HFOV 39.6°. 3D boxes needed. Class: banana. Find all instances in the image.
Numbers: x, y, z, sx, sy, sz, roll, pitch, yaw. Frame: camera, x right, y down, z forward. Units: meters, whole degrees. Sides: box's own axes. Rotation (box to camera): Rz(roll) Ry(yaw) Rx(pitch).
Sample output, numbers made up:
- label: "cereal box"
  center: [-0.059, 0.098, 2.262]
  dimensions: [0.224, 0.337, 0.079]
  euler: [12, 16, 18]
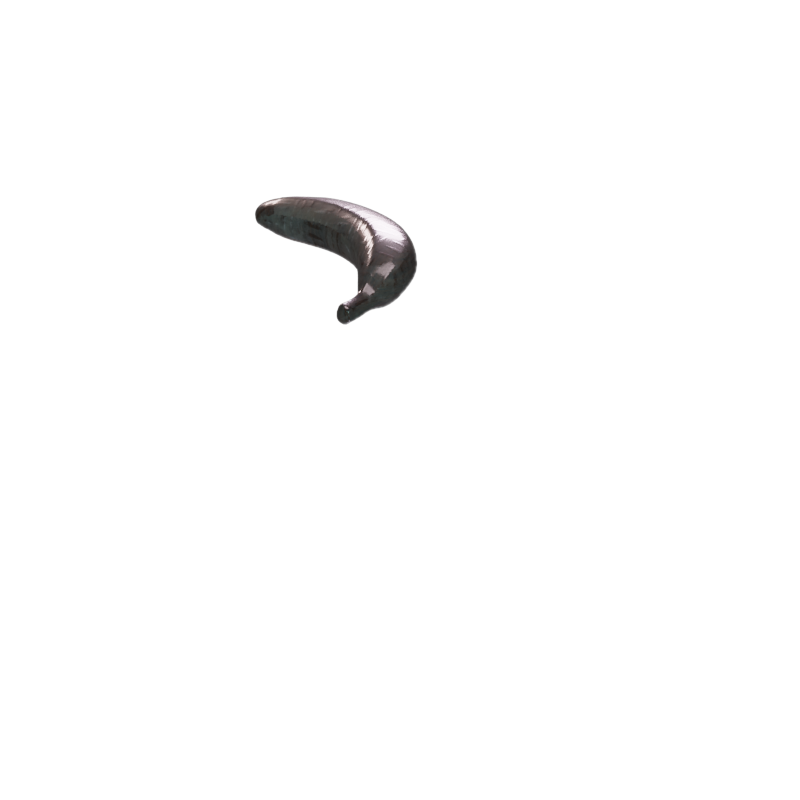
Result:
- label: "banana"
  center: [-0.036, -0.101, 0.704]
  dimensions: [0.068, 0.035, 0.211]
  euler: [-8, 25, -18]
